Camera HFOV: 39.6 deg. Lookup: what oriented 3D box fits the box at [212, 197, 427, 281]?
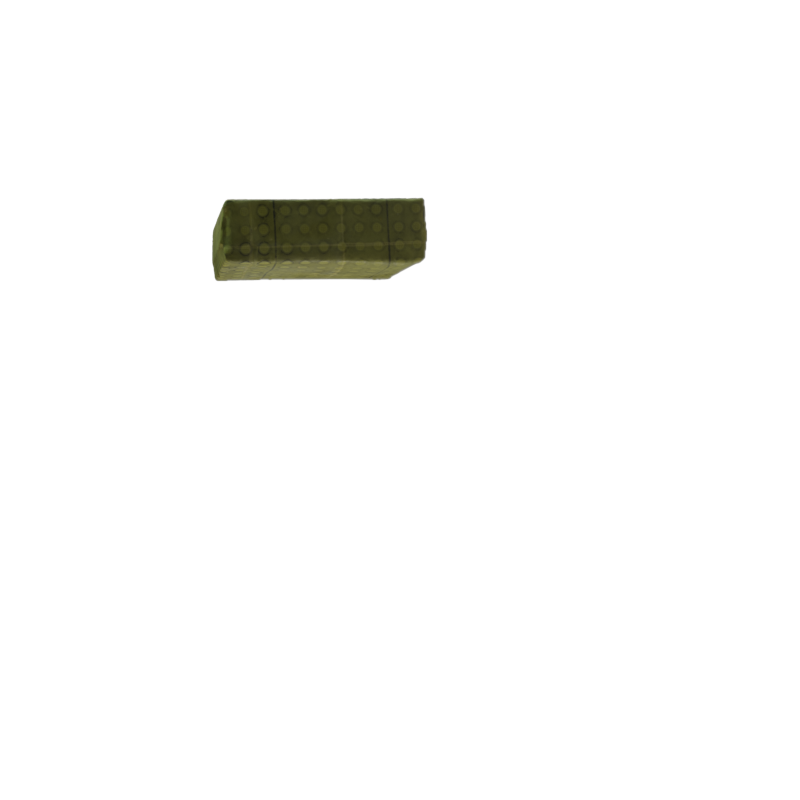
[{"bbox_3d":[-0.050,-0.091,0.637,0.112,0.039,0.090,0,-1,-11],"label":"box"}]
